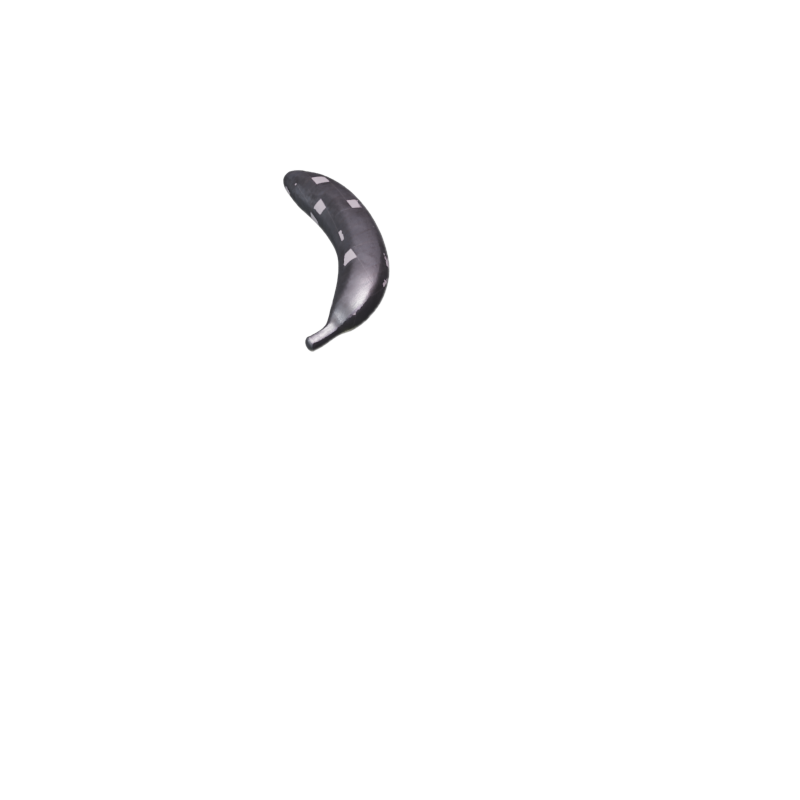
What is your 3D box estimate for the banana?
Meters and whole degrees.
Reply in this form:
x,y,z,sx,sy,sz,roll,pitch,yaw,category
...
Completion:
x,y,z,sx,sy,sz,roll,pitch,yaw,category
-0.047,-0.118,0.837,0.069,0.034,0.213,-5,44,-6,banana
